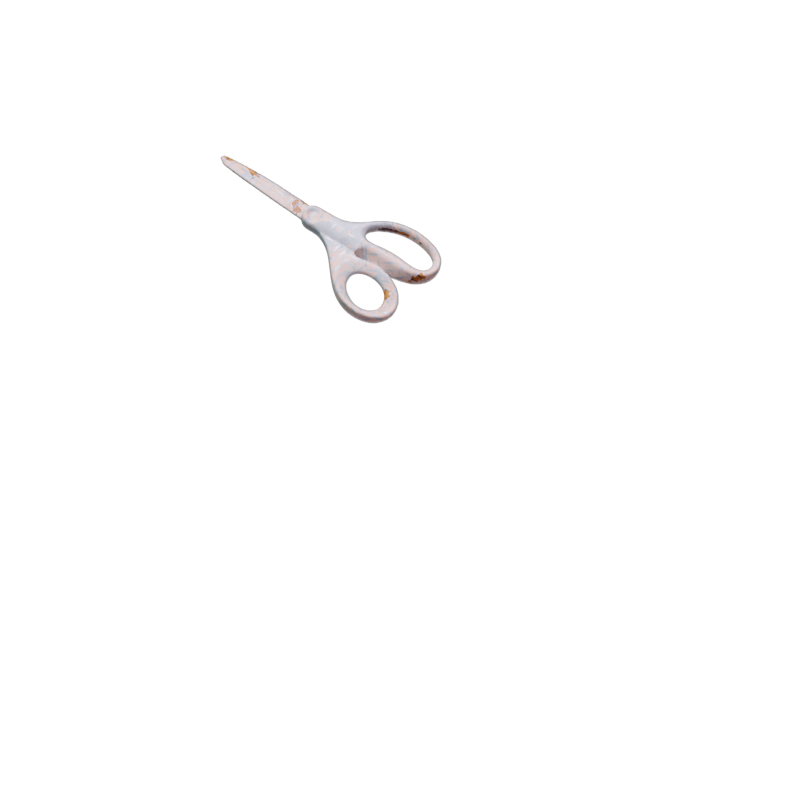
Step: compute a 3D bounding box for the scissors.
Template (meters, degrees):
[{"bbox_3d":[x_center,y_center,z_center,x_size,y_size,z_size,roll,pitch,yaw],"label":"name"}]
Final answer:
[{"bbox_3d":[-0.069,-0.125,0.878,0.206,0.100,0.015,20,-26,10],"label":"scissors"}]
